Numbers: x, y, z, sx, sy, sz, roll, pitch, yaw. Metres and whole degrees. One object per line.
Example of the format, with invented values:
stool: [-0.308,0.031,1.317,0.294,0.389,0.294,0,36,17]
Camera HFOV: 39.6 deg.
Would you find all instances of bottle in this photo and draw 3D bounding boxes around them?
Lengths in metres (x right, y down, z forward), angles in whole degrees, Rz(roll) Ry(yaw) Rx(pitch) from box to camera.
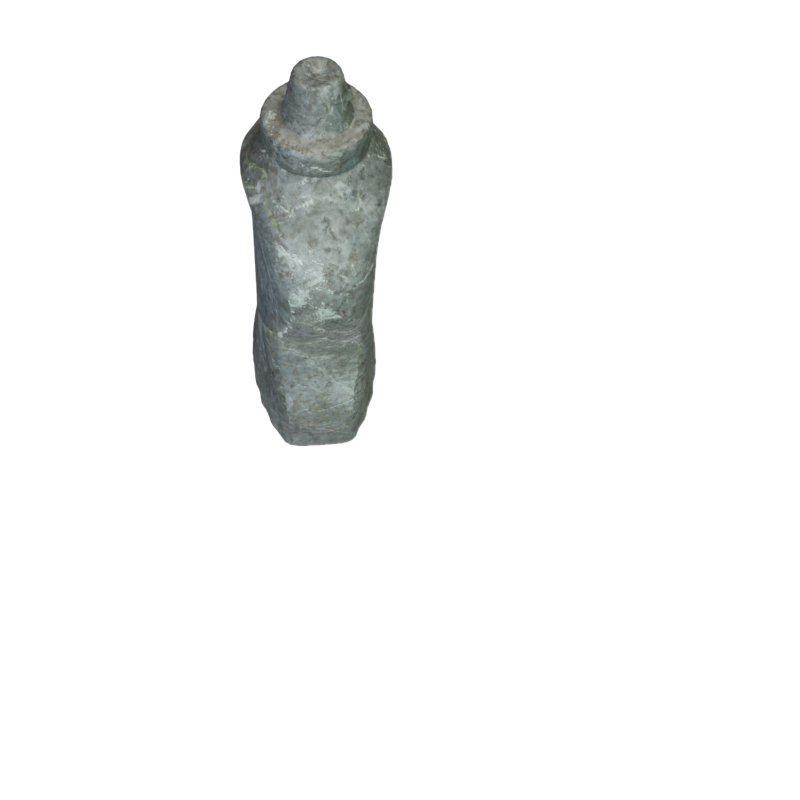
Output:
bottle: [-0.035,-0.065,0.457,0.058,0.103,0.179,-1,-33,-5]
